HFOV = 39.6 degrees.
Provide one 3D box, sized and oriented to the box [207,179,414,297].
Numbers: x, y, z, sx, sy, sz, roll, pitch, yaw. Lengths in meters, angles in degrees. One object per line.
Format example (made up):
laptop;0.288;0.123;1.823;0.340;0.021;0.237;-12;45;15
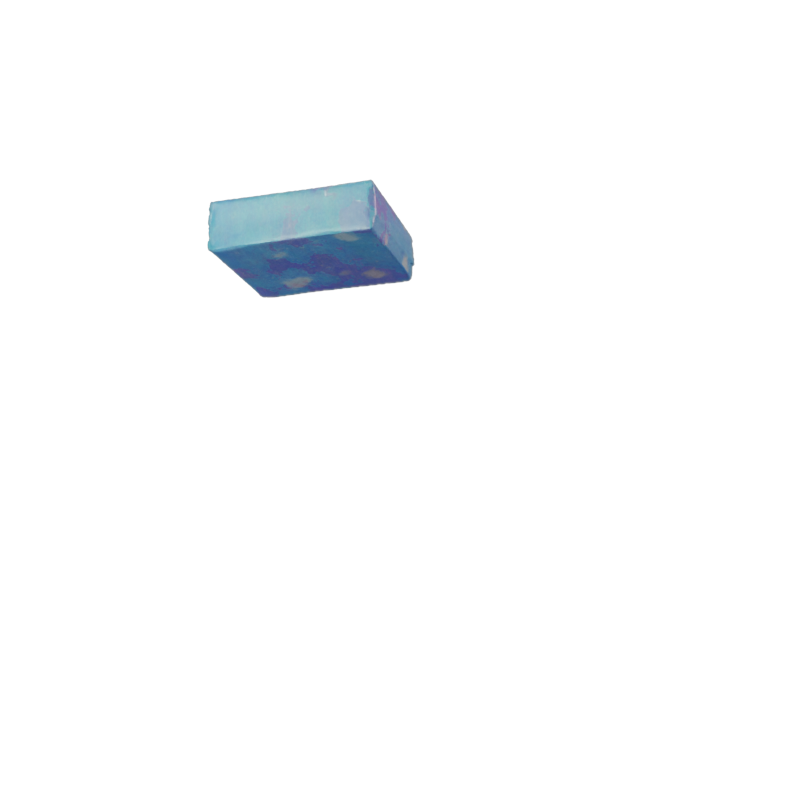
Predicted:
box;-0.057;-0.103;0.723;0.115;0.041;0.084;-6;-20;17
